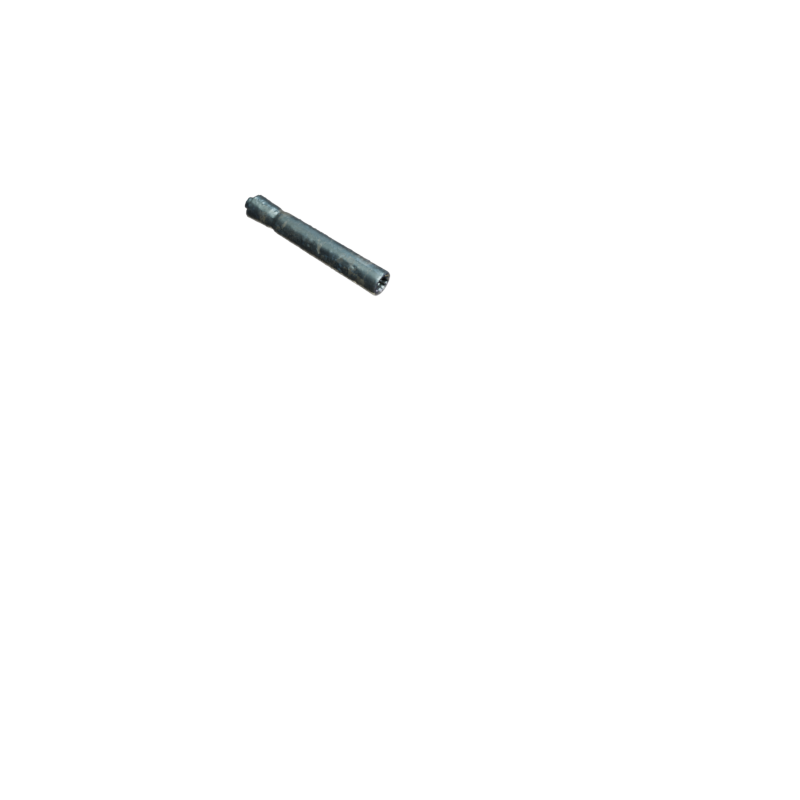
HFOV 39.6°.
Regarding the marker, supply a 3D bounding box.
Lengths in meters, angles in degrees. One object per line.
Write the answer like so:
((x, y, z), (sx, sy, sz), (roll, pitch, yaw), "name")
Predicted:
((-0.060, -0.110, 0.772), (0.128, 0.019, 0.019), (34, 18, 24), "marker")
